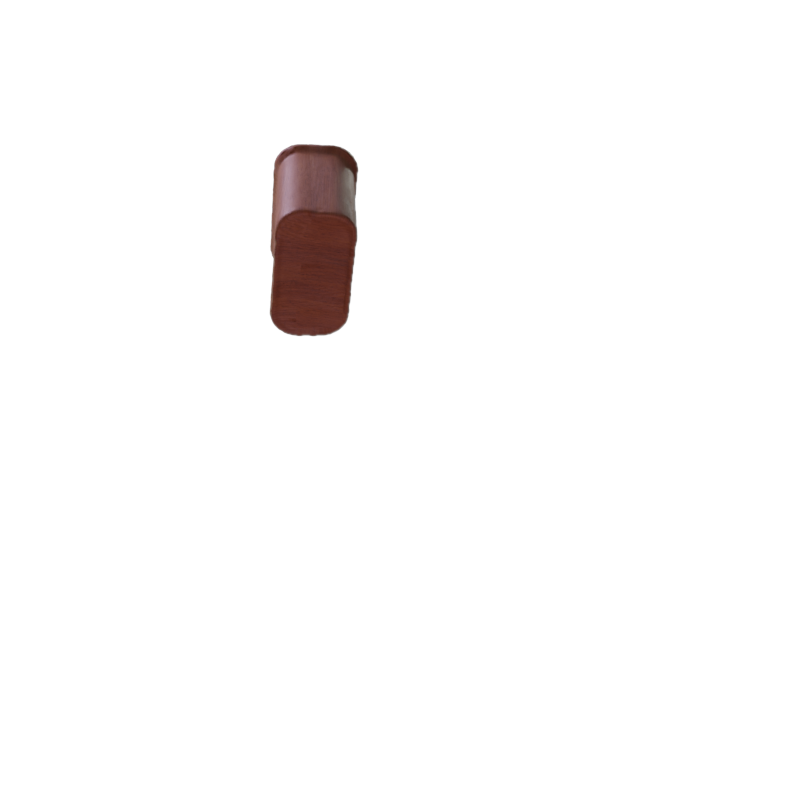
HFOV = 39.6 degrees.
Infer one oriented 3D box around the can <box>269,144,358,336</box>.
[{"bbox_3d":[-0.058,-0.105,0.735,0.057,0.096,0.090,3,37,-5],"label":"can"}]
